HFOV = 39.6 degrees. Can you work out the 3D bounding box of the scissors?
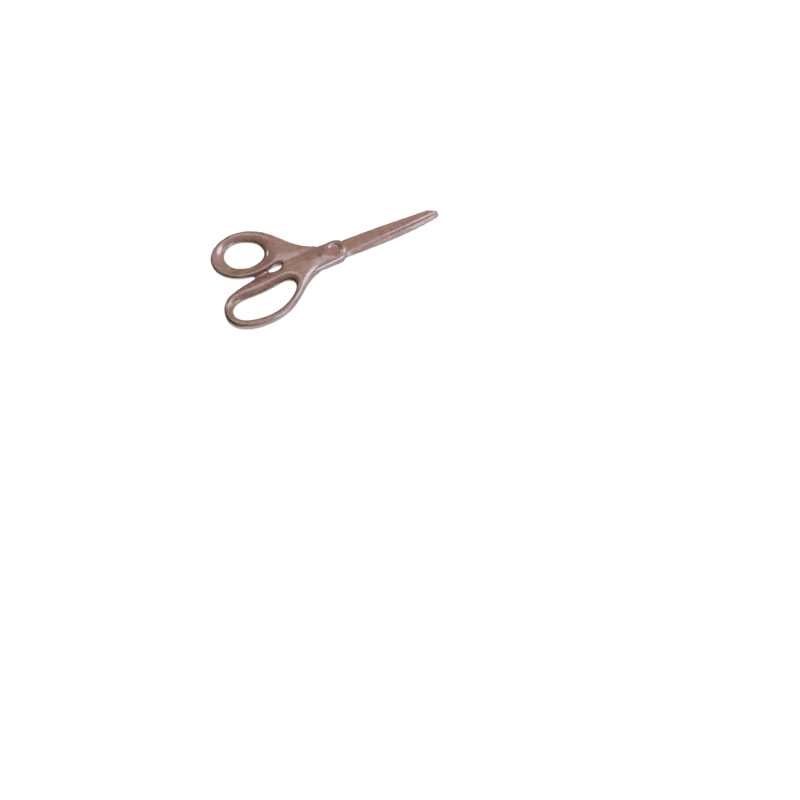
[{"bbox_3d":[-0.074,-0.134,0.940,0.203,0.101,0.015,-38,-22,-18],"label":"scissors"}]
